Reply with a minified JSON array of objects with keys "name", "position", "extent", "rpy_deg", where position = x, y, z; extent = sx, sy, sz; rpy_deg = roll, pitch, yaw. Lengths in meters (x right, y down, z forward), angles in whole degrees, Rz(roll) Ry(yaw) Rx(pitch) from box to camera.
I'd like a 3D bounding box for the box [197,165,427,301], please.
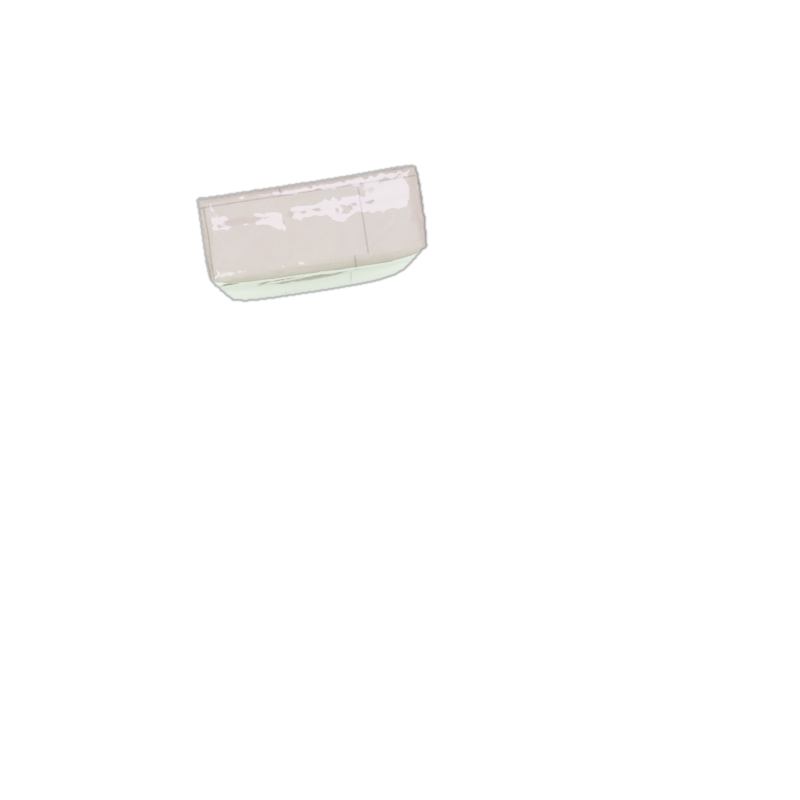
[{"name":"box","position":[-0.071,-0.130,0.910],"extent":[0.164,0.072,0.213],"rpy_deg":[-10,2,-3]}]
